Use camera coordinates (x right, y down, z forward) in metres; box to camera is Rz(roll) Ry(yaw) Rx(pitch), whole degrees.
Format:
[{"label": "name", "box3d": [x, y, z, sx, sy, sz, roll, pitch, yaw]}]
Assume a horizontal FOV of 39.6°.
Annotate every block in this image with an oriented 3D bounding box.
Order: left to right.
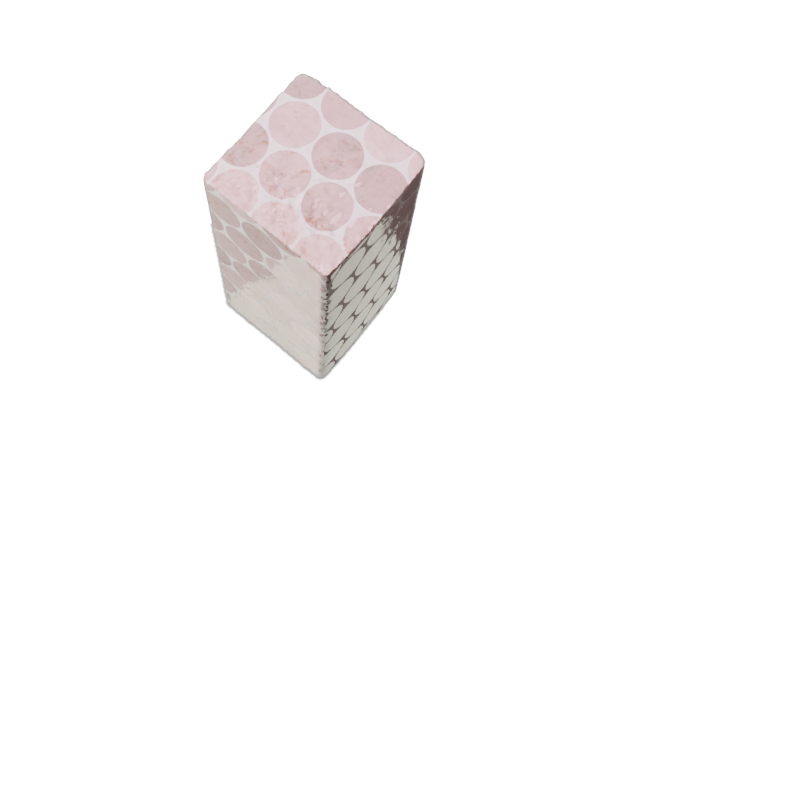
[{"label": "block", "box3d": [-0.054, -0.099, 0.691, 0.093, 0.091, 0.198, 38, -15, 7]}]
